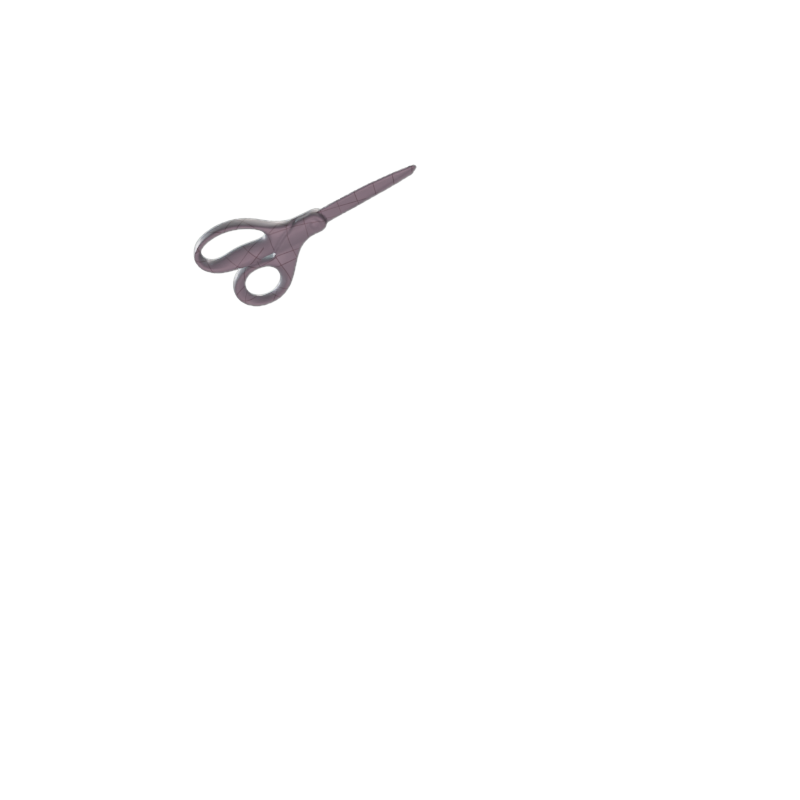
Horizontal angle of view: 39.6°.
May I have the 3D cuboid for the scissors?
[{"bbox_3d":[-0.073,-0.133,0.929,0.203,0.089,0.017,-13,37,10],"label":"scissors"}]
